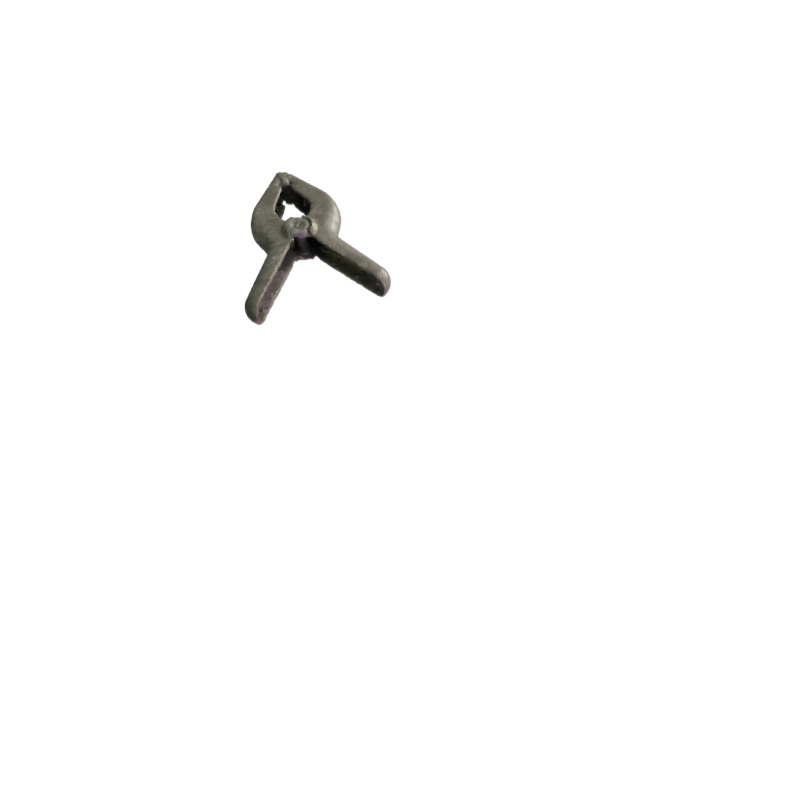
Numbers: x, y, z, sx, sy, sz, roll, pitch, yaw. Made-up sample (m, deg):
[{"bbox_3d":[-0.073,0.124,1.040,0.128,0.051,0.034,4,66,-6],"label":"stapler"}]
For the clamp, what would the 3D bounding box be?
[{"bbox_3d":[-0.075,-0.136,0.952,0.119,0.185,0.036,-4,-42,-4],"label":"clamp"}]
